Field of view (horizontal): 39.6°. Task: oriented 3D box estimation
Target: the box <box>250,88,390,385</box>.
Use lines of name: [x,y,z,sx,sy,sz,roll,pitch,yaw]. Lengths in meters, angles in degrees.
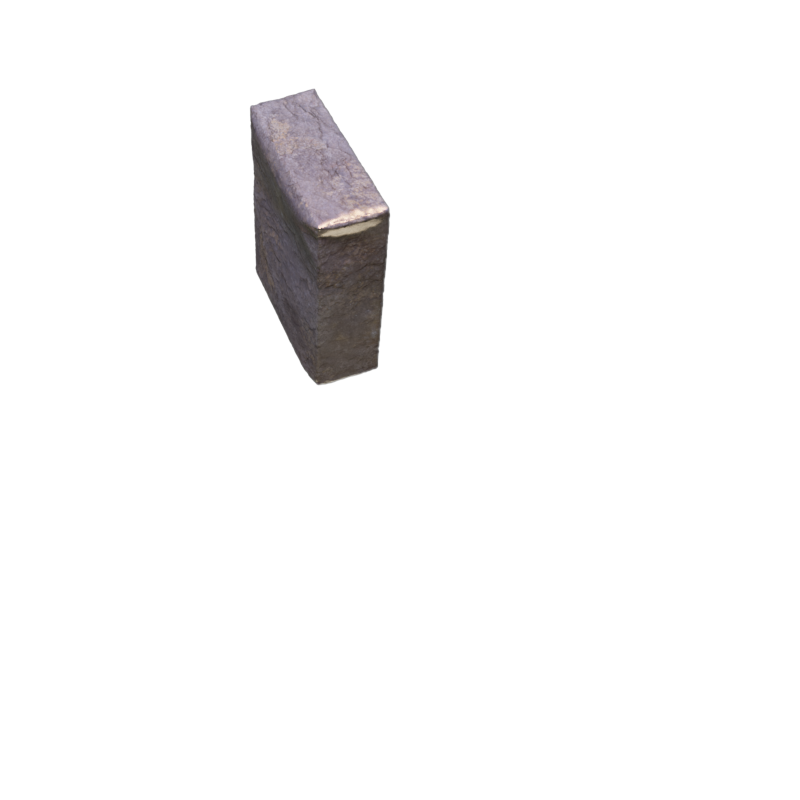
box: [-0.078,-0.142,0.993,0.071,0.177,0.199,-17,-36,-17]
